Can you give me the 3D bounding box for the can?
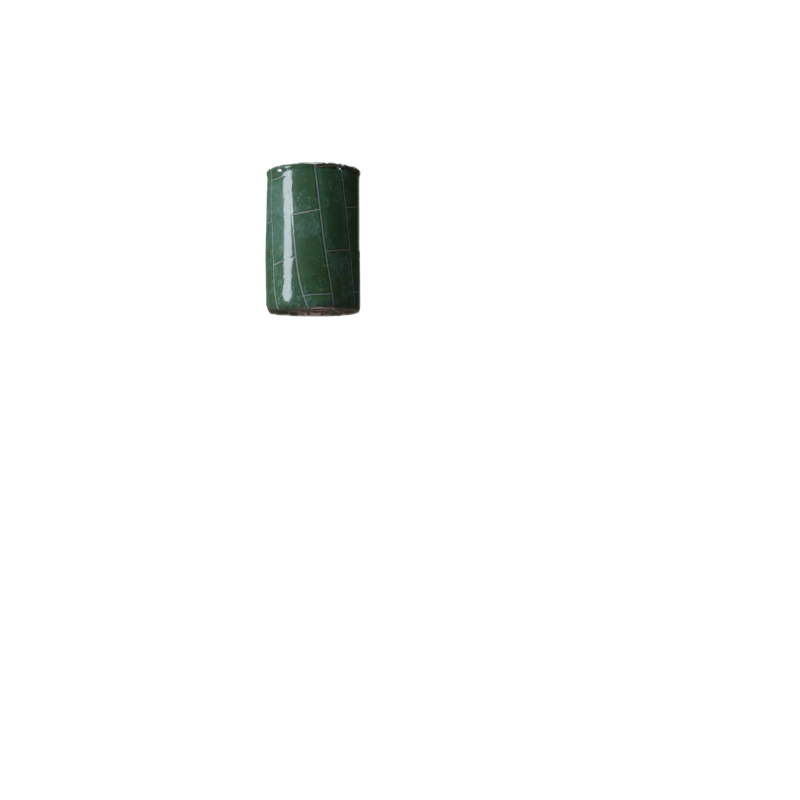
[{"bbox_3d":[-0.062,-0.113,0.792,0.068,0.104,0.067,0,-6,-2],"label":"can"}]
